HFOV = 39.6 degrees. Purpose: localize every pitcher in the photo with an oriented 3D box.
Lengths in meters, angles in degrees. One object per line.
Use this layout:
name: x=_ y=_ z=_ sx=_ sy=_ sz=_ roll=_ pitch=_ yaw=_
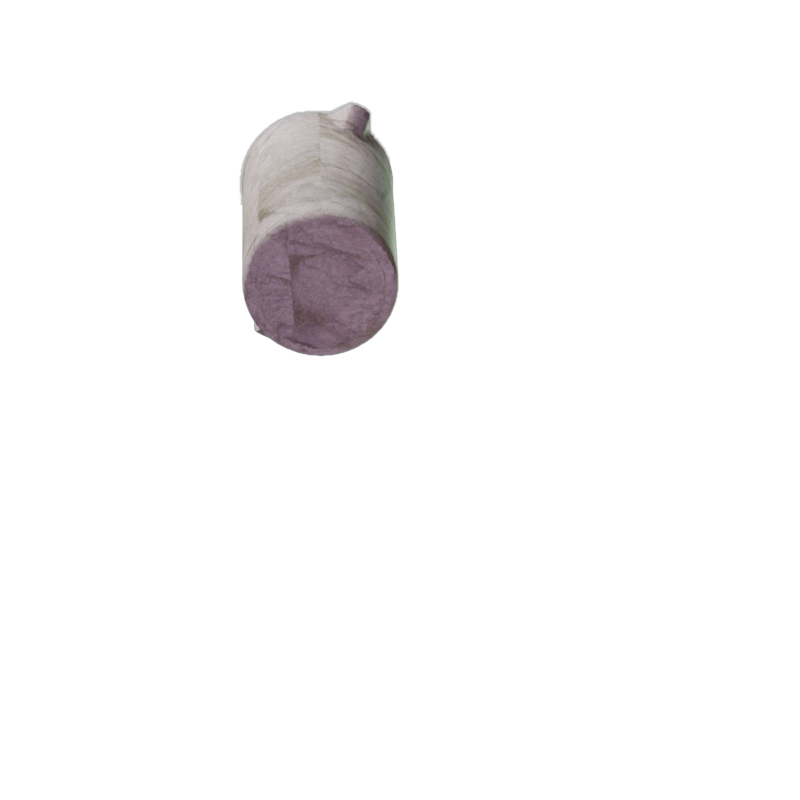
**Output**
pitcher: x=-0.068 y=-0.124 z=0.867 sx=0.145 sy=0.141 sz=0.256 roll=-16 pitch=26 yaw=5
